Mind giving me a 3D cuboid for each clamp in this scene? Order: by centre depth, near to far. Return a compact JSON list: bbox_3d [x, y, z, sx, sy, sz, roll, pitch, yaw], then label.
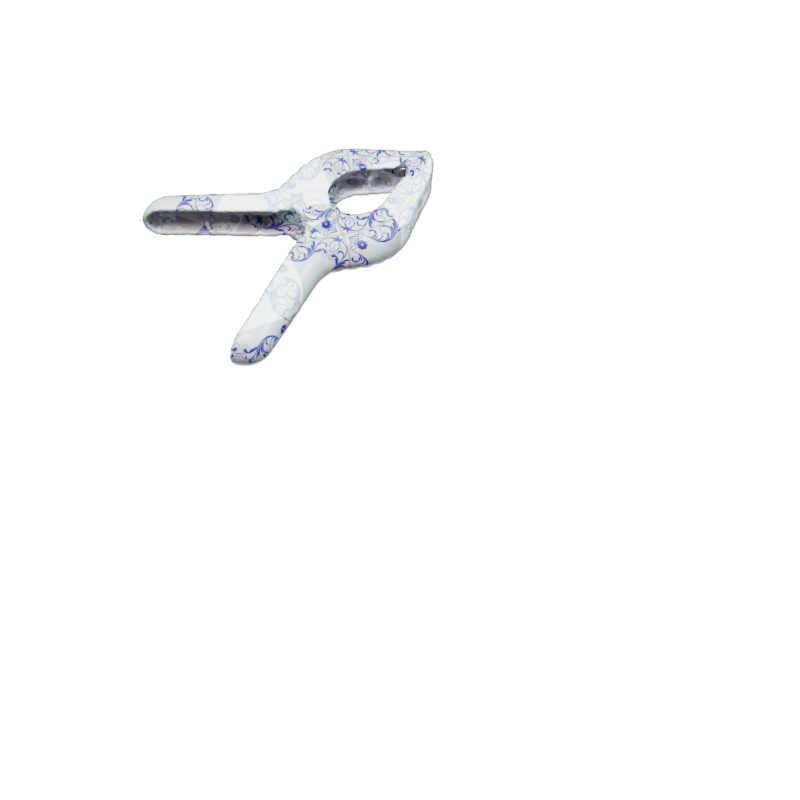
[{"bbox_3d":[-0.050,-0.090,0.633,0.170,0.128,0.037,-21,-25,-11],"label":"clamp"}]
